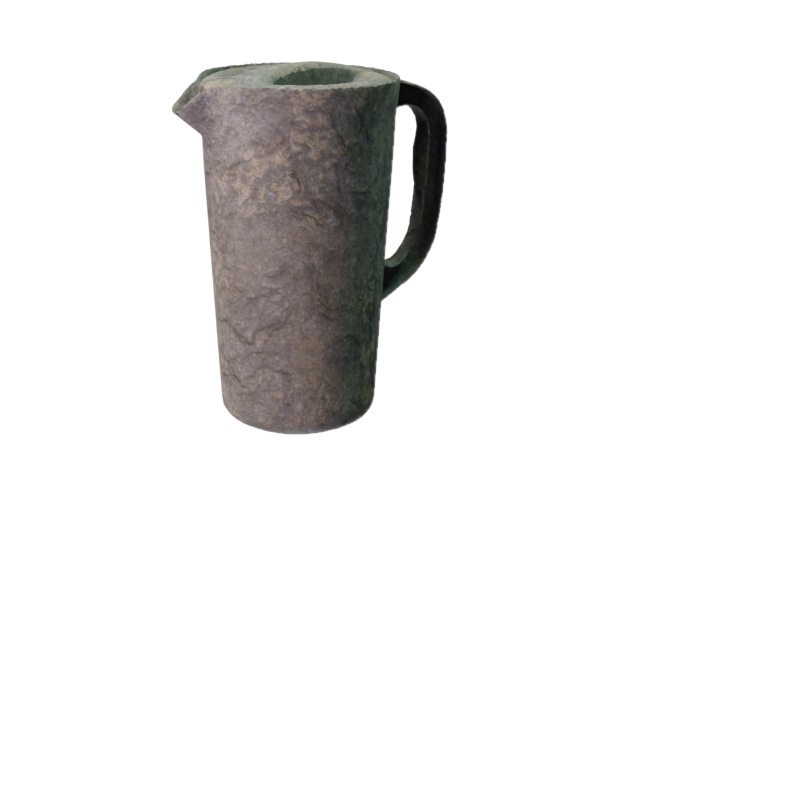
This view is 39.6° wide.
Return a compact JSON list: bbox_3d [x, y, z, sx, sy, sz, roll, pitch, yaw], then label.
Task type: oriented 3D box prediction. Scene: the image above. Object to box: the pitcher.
[{"bbox_3d":[-0.059,-0.108,0.756,0.154,0.233,0.146,8,20,20],"label":"pitcher"}]
